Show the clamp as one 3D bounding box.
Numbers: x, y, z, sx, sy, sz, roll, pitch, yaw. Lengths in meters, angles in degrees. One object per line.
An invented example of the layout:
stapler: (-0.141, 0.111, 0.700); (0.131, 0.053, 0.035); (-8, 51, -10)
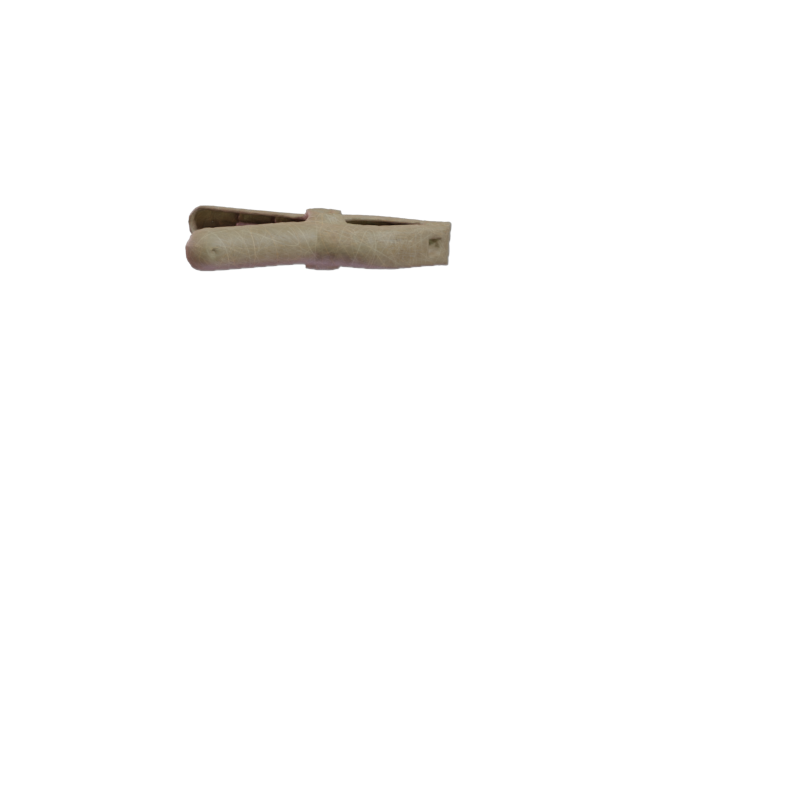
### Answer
clamp: (-0.053, -0.097, 0.679); (0.172, 0.038, 0.125); (1, 22, 2)
